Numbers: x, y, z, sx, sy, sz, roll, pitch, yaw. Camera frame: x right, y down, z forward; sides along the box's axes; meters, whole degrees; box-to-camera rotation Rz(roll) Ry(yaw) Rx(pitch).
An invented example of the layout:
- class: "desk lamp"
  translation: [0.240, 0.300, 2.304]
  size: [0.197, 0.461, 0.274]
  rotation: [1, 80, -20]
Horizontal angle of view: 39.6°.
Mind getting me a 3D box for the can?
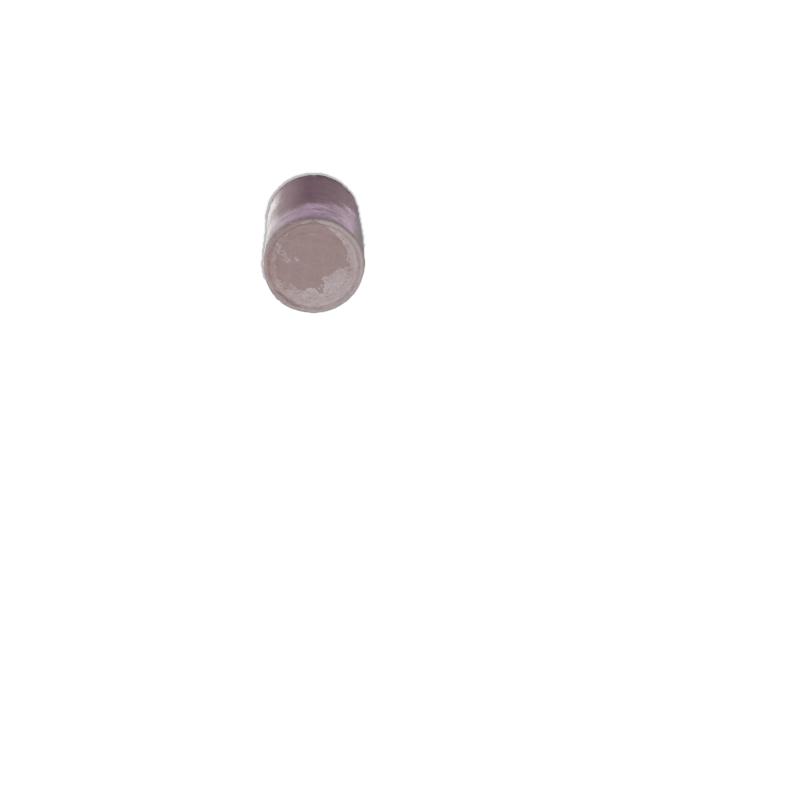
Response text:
- class: "can"
  translation: [-0.060, -0.109, 0.762]
  size: [0.068, 0.065, 0.108]
  rotation: [0, 25, -3]
